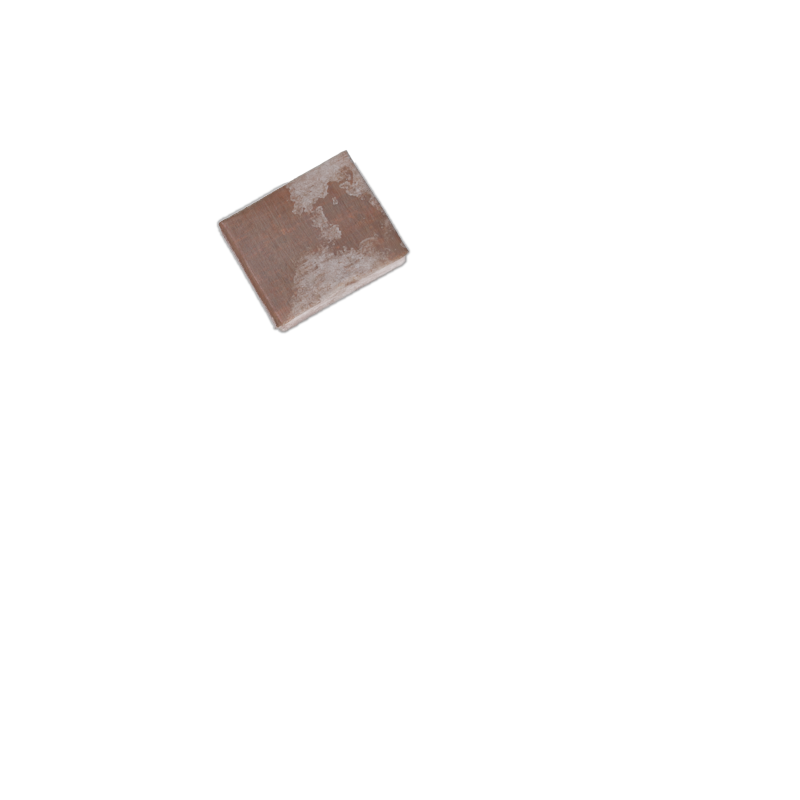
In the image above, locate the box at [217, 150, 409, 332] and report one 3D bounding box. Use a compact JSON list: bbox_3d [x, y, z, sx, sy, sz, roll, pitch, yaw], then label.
[{"bbox_3d":[-0.051,-0.093,0.650,0.089,0.076,0.029,-30,-12,-8],"label":"box"}]
